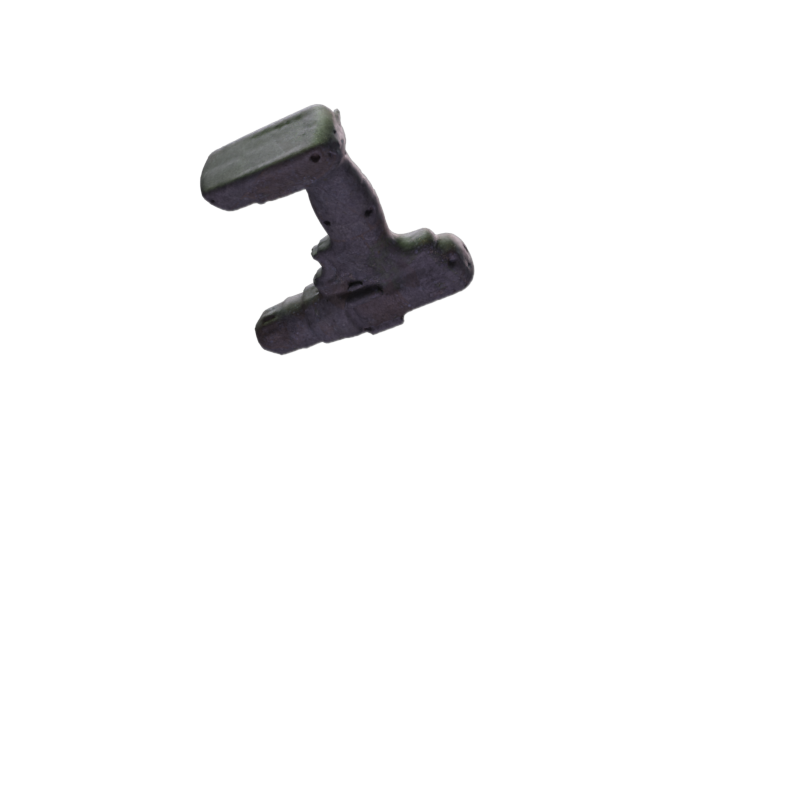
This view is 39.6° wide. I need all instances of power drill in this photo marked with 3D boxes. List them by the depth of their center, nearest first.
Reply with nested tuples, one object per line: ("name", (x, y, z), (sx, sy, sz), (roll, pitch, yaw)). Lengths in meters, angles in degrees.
("power drill", (-0.063, -0.116, 0.810), (0.185, 0.062, 0.174), (-21, -46, 21))
